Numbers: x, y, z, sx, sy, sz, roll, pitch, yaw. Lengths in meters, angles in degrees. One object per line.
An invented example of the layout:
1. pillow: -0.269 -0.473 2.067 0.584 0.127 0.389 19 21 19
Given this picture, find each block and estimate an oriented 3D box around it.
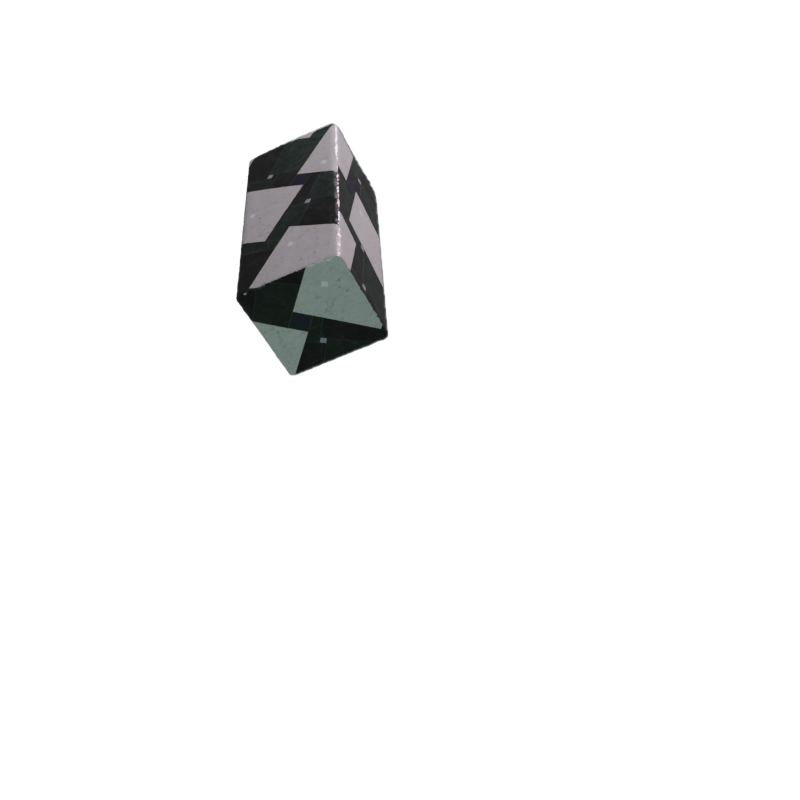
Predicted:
1. block: -0.072 -0.133 0.927 0.090 0.084 0.221 -22 37 14
